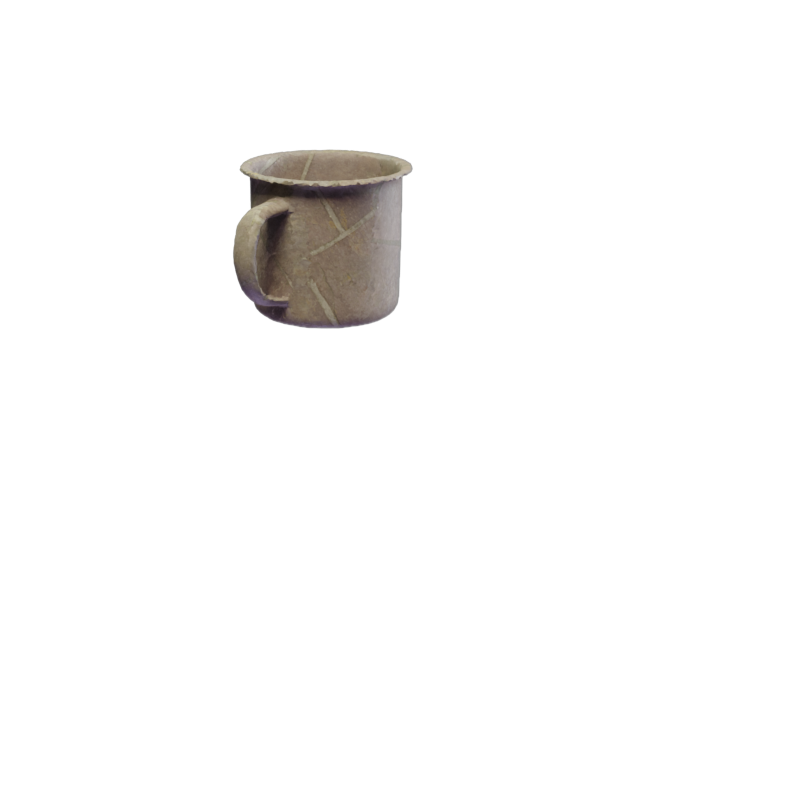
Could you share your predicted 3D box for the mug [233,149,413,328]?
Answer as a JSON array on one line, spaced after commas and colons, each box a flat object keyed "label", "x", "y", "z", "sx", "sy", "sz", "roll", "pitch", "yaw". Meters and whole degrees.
[{"label": "mug", "x": -0.047, "y": -0.085, "z": 0.597, "sx": 0.098, "sy": 0.078, "sz": 0.116, "roll": 13, "pitch": 23, "yaw": 30}]
